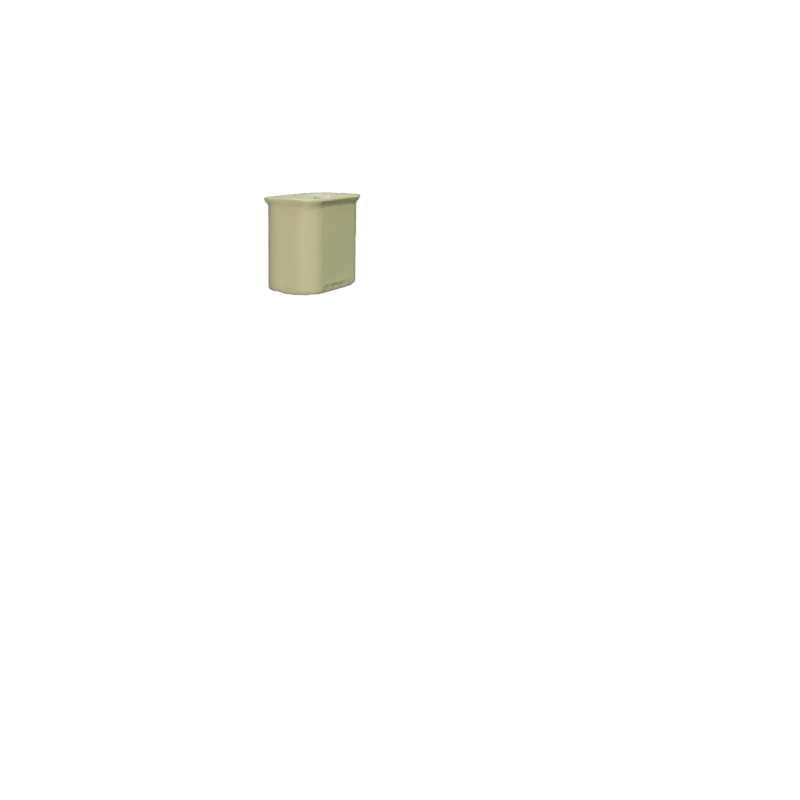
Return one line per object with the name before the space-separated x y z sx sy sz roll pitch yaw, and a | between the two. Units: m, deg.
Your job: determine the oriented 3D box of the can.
can | -0.078 -0.142 0.997 0.060 0.082 0.100 5 11 26
